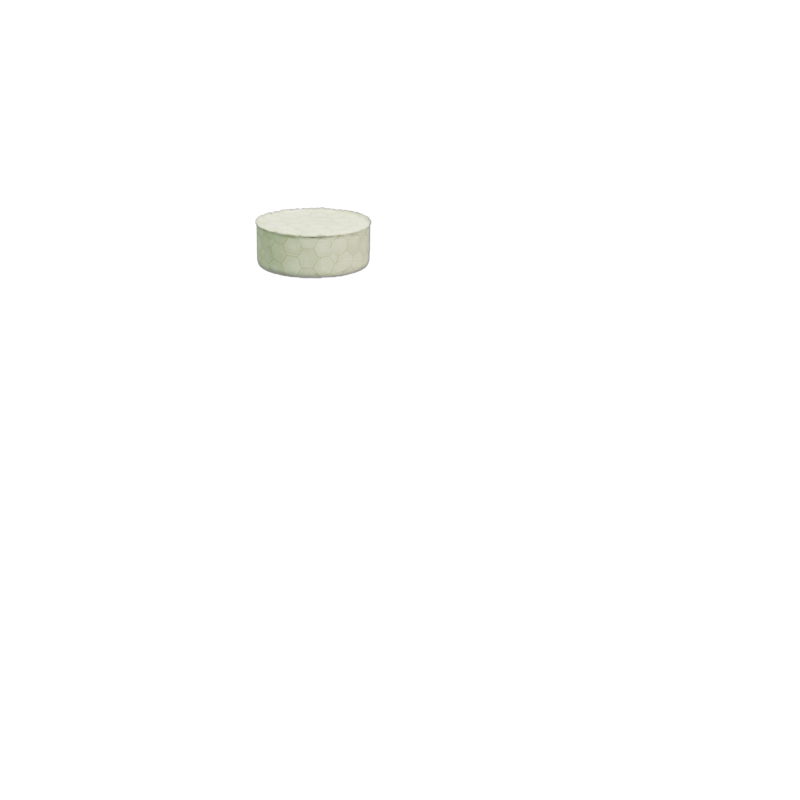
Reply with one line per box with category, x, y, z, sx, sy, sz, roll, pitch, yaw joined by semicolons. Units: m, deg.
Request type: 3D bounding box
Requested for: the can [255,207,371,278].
can;-0.065;-0.118;0.824;0.086;0.032;0.090;-1;21;-2
